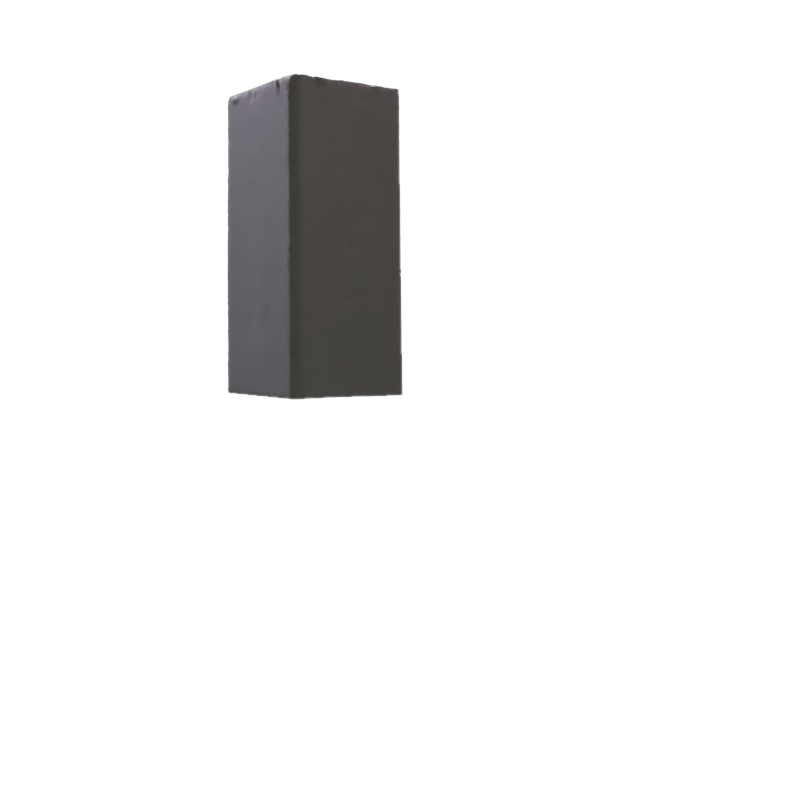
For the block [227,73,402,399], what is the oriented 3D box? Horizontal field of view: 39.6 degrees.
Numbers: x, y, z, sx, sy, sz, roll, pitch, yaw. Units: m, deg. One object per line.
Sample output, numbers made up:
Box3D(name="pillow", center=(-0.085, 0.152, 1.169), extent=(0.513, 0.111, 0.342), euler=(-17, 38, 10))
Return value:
Box3D(name="block", center=(-0.060, -0.108, 0.757), extent=(0.087, 0.208, 0.093), euler=(2, -4, -35))
